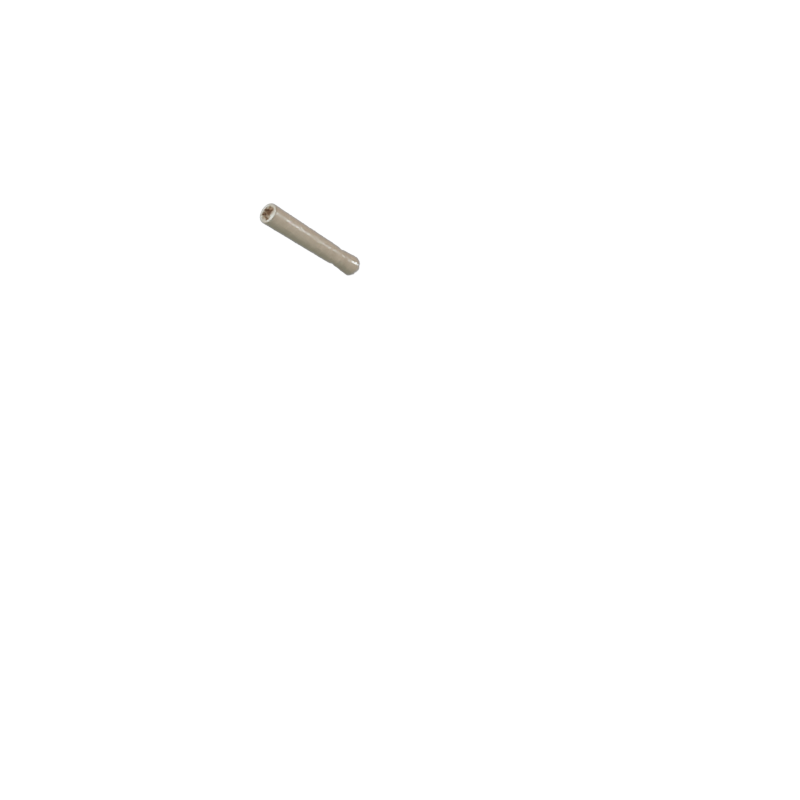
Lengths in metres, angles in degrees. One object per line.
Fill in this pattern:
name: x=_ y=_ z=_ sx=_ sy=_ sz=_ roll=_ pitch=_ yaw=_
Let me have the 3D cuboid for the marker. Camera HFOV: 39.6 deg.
marker: x=-0.076 y=-0.139 z=0.973 sx=0.021 sy=0.020 sz=0.113 roll=3 pitch=-17 yaw=43
